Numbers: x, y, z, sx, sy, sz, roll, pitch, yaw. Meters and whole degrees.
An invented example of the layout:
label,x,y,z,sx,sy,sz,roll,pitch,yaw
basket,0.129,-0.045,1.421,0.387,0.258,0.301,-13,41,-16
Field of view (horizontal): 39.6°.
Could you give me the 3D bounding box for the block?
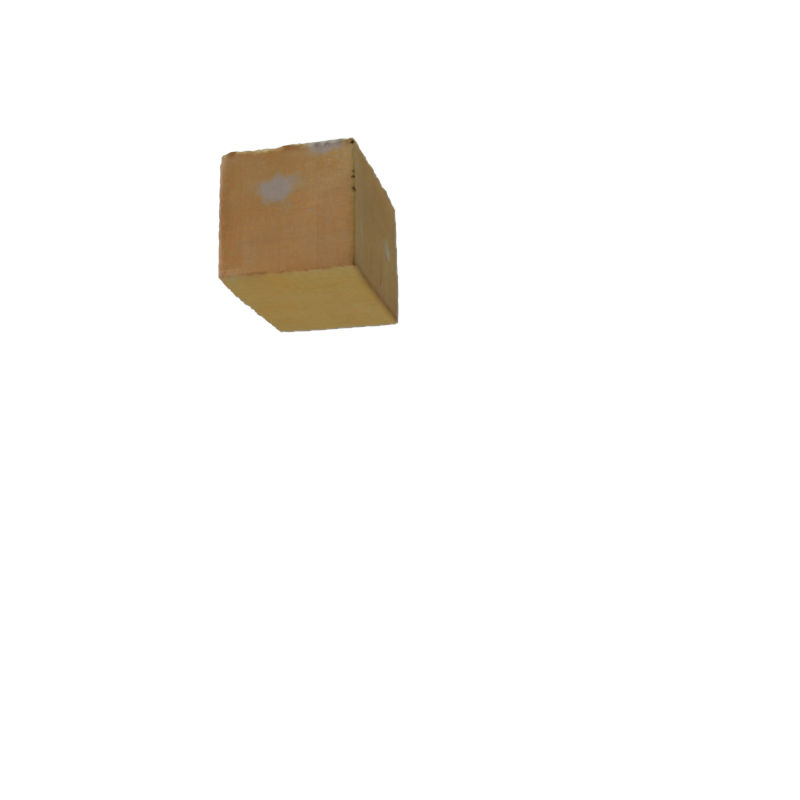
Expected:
label,x,y,z,sx,sy,sz,roll,pitch,yaw
block,-0.034,-0.062,0.432,0.053,0.053,0.074,-4,-15,12
